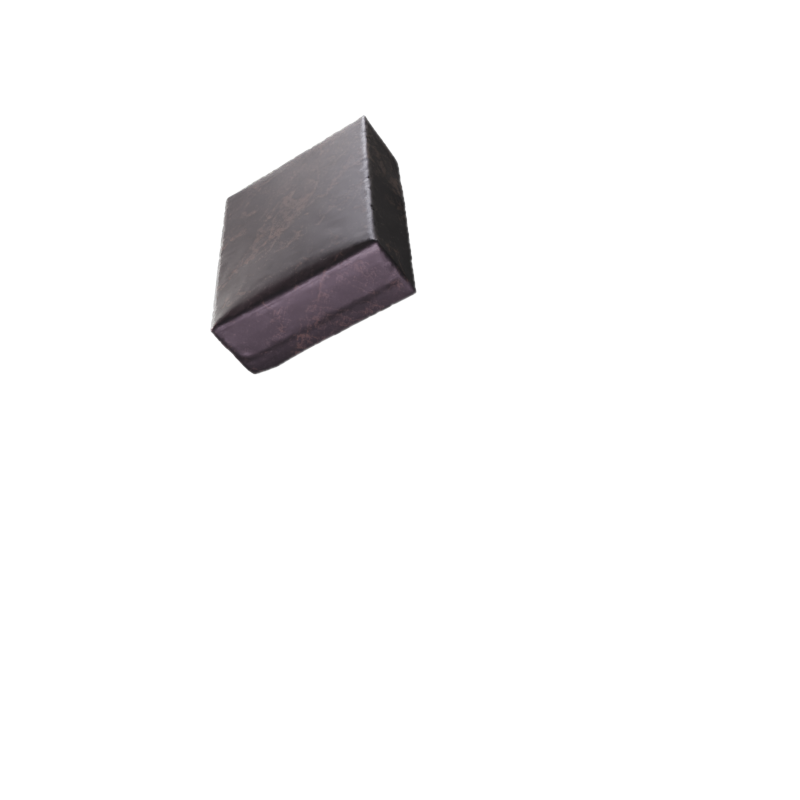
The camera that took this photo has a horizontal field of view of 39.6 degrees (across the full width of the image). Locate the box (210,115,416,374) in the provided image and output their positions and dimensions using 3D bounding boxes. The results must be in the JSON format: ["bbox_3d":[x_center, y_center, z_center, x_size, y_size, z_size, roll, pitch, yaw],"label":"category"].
[{"bbox_3d":[-0.077,-0.141,0.984,0.164,0.067,0.229,-27,35,17],"label":"box"}]
